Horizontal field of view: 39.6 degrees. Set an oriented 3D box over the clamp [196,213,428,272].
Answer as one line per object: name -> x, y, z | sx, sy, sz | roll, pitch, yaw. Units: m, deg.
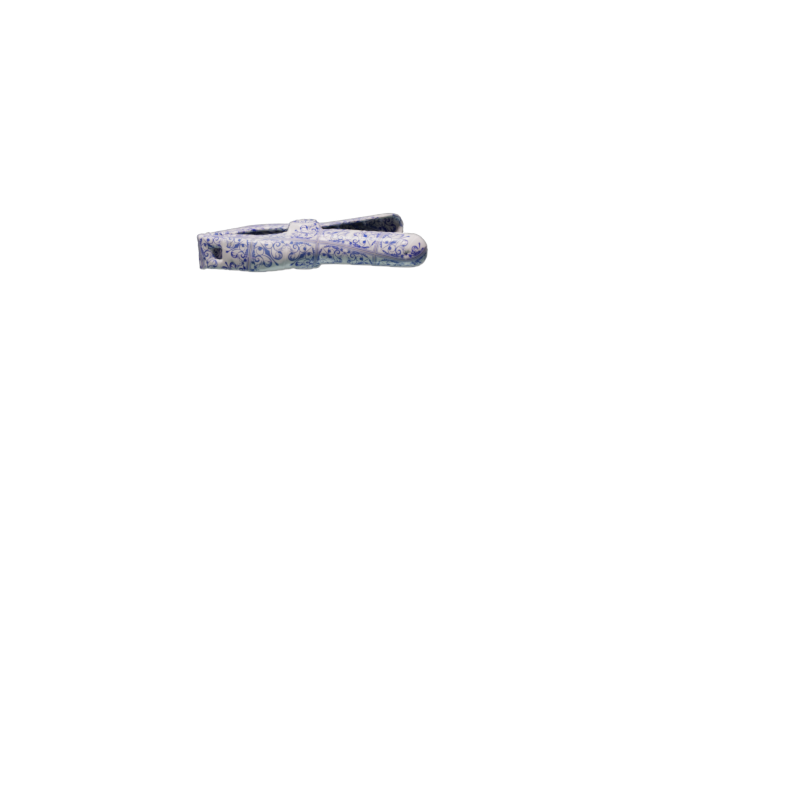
clamp -> -0.067, -0.121, 0.851 | 0.172, 0.038, 0.122 | 1, 12, 2
